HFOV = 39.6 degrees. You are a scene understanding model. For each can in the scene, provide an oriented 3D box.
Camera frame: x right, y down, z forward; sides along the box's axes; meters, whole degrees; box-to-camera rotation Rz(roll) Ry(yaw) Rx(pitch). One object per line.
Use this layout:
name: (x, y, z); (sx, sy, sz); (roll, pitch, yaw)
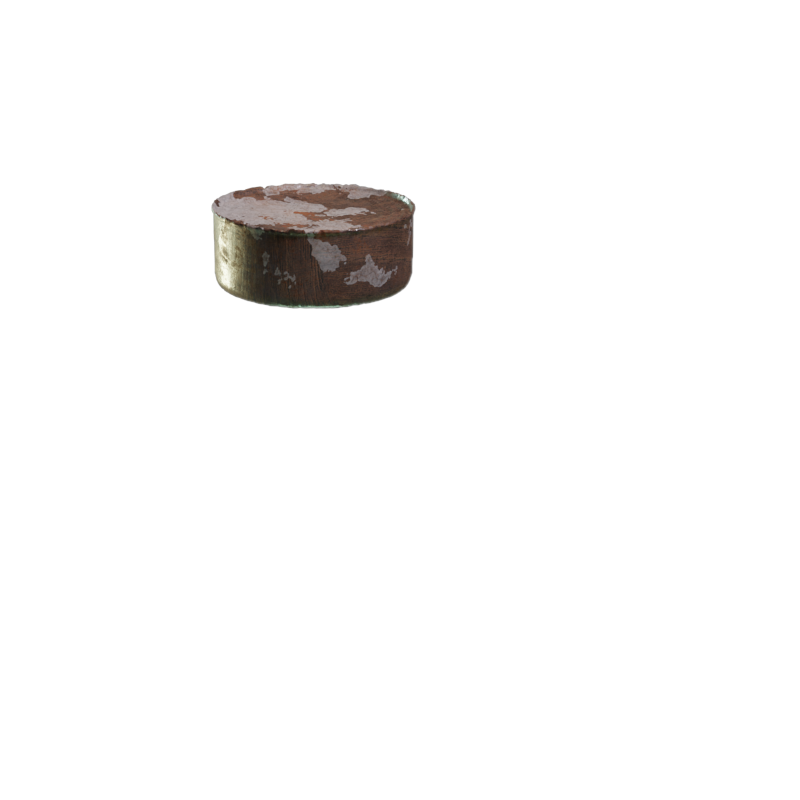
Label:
can: (-0.037, -0.067, 0.471); (0.086, 0.032, 0.090); (-1, 22, -2)
